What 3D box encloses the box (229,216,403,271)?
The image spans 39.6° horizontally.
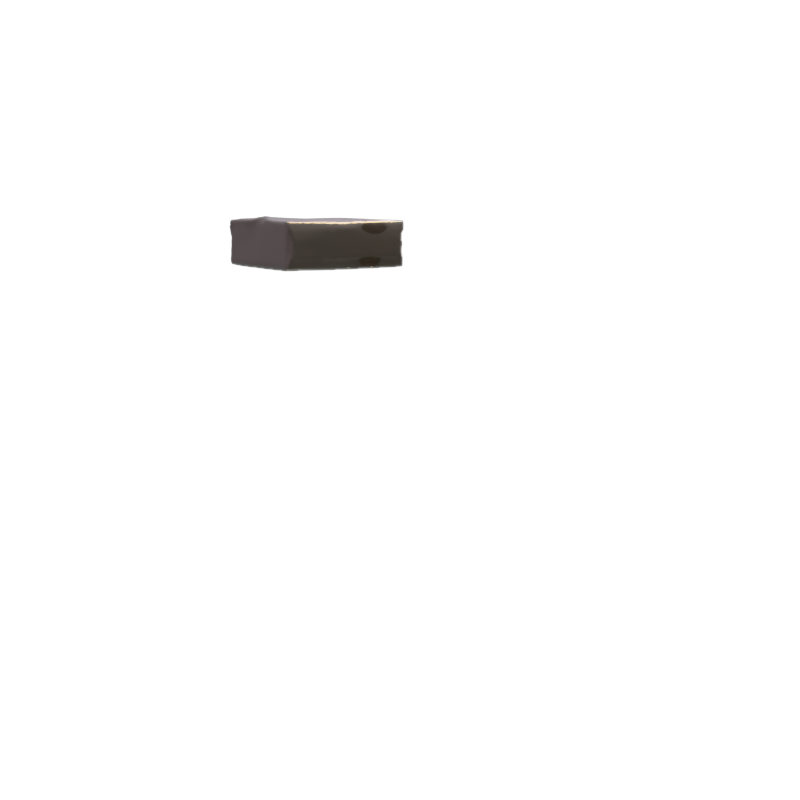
[{"bbox_3d":[-0.051,-0.093,0.650,0.071,0.030,0.093,-4,10,-27],"label":"box"}]
